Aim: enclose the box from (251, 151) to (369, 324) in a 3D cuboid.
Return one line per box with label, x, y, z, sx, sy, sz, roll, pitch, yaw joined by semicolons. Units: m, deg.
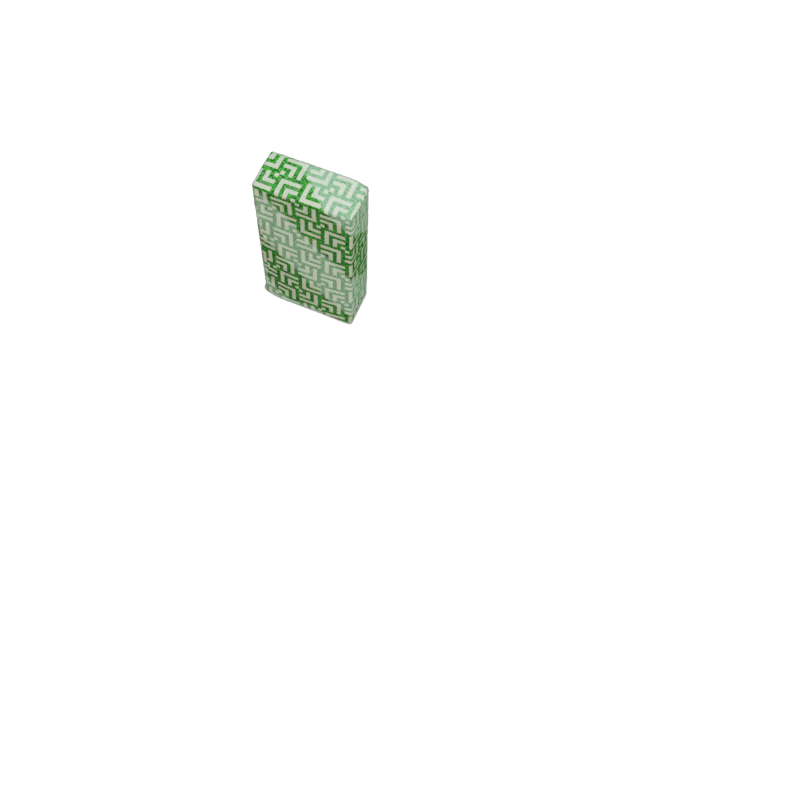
box;-0.077;-0.140;0.982;0.096;0.050;0.165;23;-28;10
